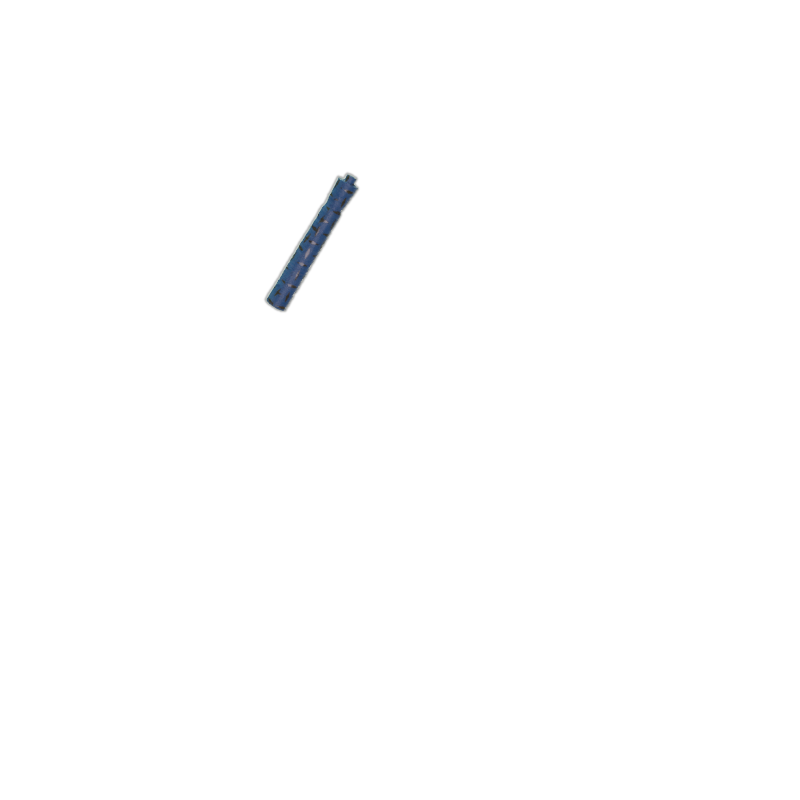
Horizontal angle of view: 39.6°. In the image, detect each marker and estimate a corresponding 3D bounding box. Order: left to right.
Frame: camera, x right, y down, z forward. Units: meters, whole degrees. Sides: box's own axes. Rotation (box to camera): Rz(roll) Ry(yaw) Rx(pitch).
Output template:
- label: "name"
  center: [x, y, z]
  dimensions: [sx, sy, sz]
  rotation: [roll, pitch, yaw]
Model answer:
- label: "marker"
  center: [-0.068, -0.125, 0.876]
  dimensions: [0.019, 0.119, 0.020]
  rotation: [30, 10, -10]
